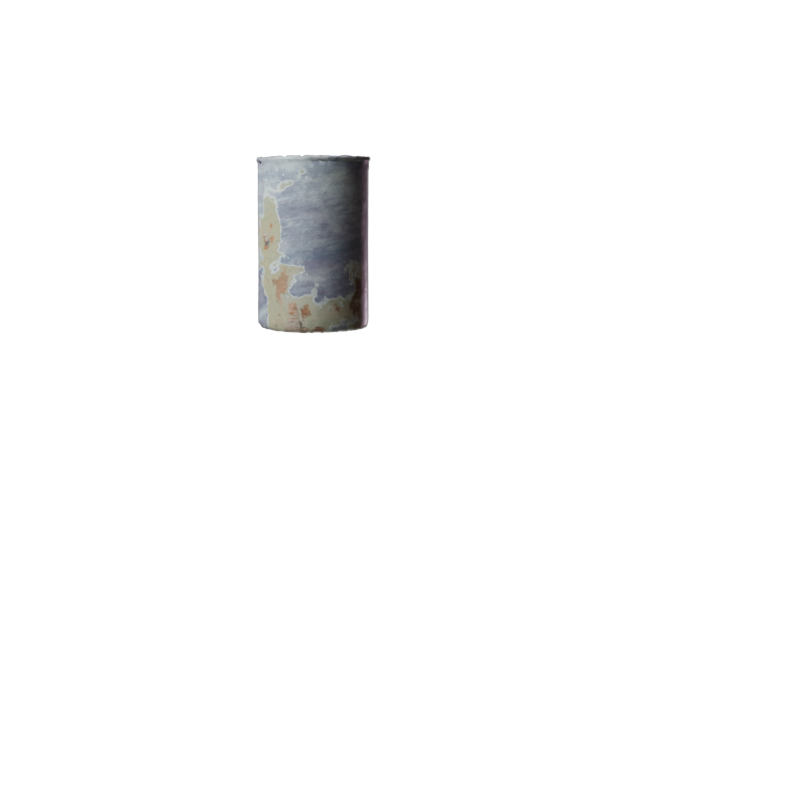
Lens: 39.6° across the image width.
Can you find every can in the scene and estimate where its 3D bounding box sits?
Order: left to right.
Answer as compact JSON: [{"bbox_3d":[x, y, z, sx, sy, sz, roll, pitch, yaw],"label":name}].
[{"bbox_3d":[-0.052,-0.095,0.665,0.068,0.101,0.069,0,5,-2],"label":"can"}]
